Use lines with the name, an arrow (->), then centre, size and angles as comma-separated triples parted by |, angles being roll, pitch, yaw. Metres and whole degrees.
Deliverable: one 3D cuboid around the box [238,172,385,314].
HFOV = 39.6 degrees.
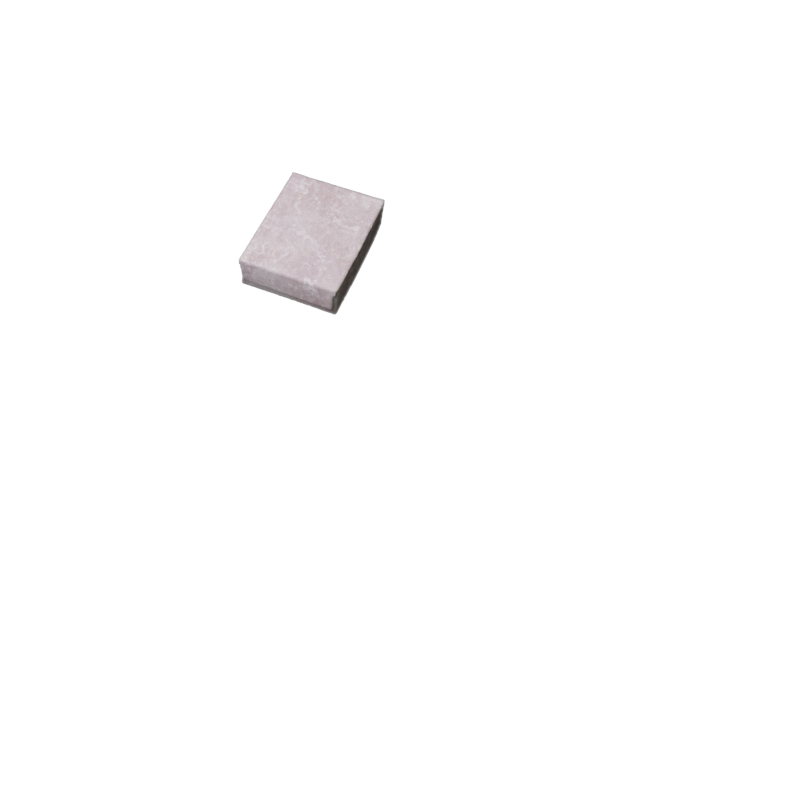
box -> -0.075, -0.136, 0.956 | 0.092, 0.118, 0.036 | 18, -36, 13
